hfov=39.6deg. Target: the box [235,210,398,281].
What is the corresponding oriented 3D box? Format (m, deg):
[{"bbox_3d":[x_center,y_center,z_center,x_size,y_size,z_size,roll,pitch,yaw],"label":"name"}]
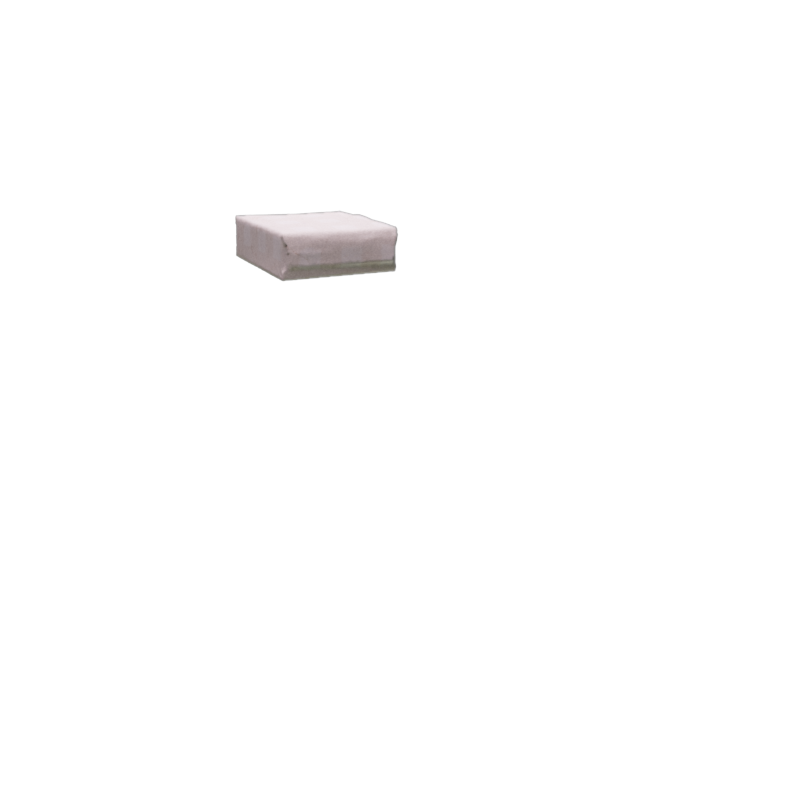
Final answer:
[{"bbox_3d":[-0.053,-0.096,0.674,0.071,0.029,0.094,-6,17,-23],"label":"box"}]
